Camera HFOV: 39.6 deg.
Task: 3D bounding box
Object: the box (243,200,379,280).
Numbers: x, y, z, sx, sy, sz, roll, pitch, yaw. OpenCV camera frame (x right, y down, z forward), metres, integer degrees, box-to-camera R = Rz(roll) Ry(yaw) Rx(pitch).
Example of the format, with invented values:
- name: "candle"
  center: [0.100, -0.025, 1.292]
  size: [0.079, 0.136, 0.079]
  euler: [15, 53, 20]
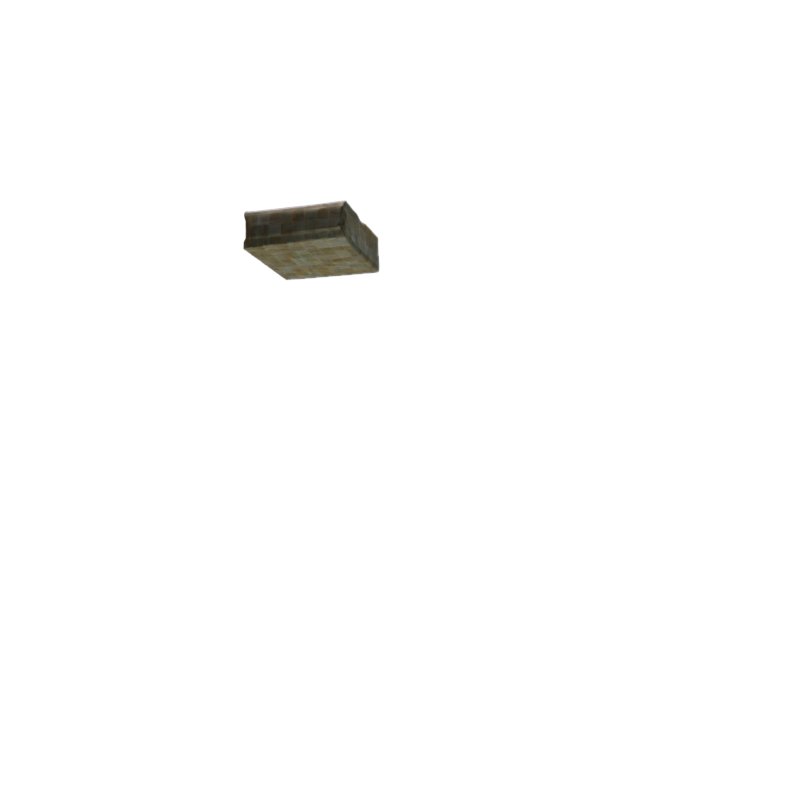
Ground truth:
- name: "box"
  center: [-0.061, -0.111, 0.778]
  size: [0.074, 0.031, 0.085]
  euler: [-4, -12, 16]
